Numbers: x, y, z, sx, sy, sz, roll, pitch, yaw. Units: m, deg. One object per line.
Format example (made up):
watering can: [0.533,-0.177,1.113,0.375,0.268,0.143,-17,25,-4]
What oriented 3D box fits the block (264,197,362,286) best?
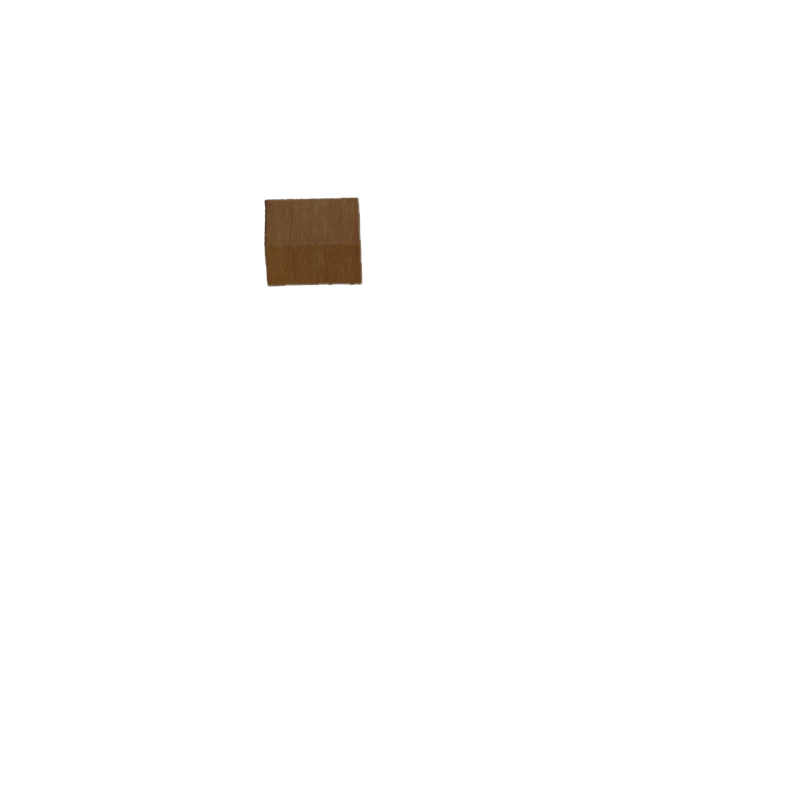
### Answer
block: [-0.069,-0.127,0.888,0.078,0.055,0.049,-1,-37,-1]
